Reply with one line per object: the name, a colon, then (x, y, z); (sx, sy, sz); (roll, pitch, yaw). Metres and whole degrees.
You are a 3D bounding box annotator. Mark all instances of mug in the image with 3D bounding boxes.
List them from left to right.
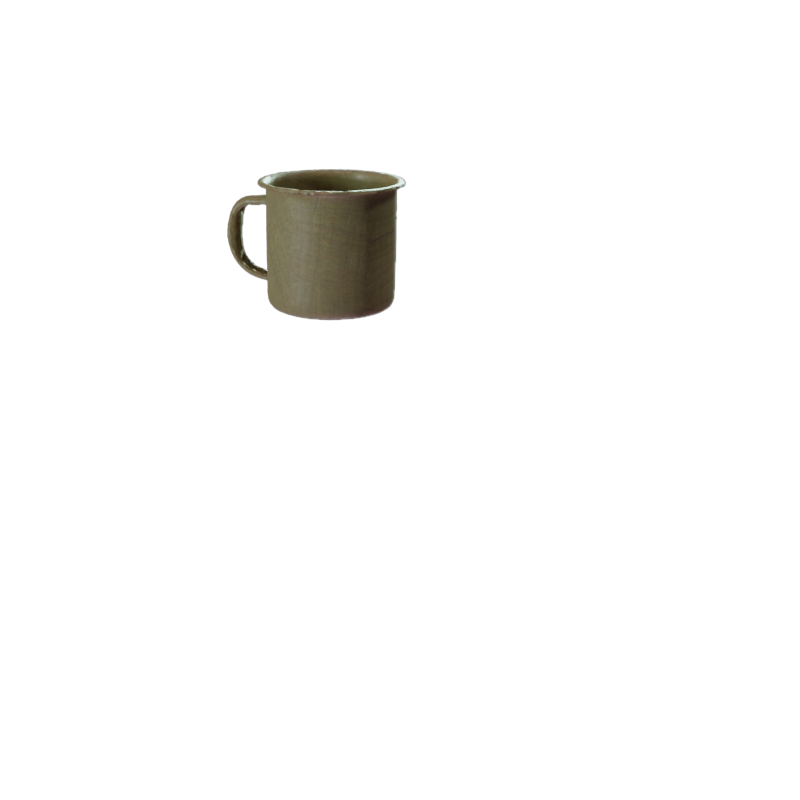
mug: (-0.055, -0.101, 0.704); (0.120, 0.079, 0.094); (5, 17, 15)
